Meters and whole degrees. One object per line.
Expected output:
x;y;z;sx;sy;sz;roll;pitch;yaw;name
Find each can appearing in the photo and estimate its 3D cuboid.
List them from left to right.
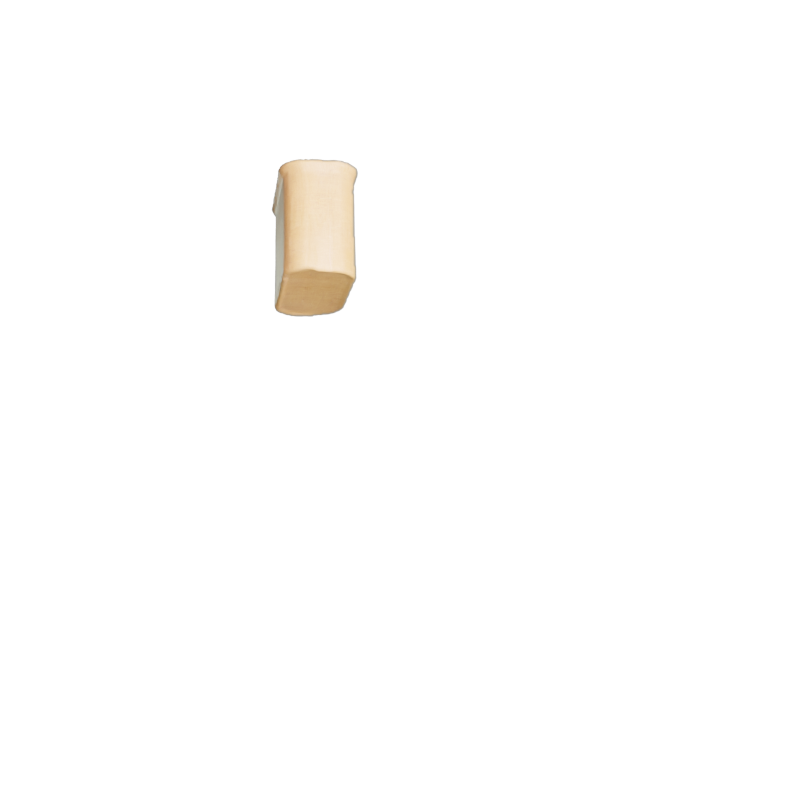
-0.063;-0.116;0.809;0.057;0.088;0.098;2;-19;-9;can
